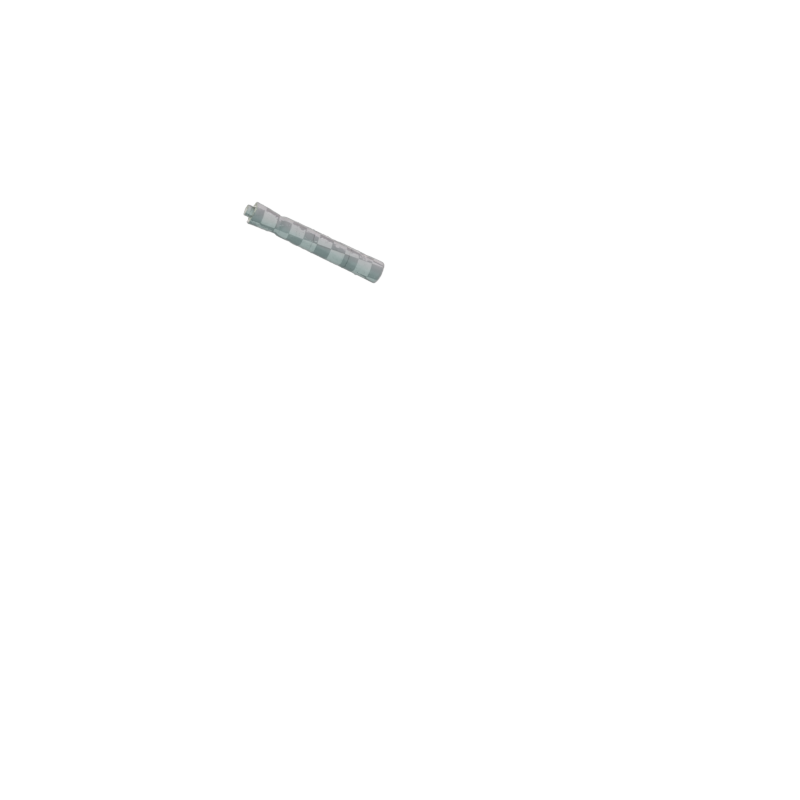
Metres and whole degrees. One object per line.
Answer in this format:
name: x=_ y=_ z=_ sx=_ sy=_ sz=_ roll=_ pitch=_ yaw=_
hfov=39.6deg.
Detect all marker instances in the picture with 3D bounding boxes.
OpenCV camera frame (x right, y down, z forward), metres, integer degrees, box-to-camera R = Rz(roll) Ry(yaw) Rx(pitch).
marker: x=-0.069 y=-0.126 z=0.883 sx=0.117 sy=0.020 sz=0.020 roll=24 pitch=-3 yaw=-14
